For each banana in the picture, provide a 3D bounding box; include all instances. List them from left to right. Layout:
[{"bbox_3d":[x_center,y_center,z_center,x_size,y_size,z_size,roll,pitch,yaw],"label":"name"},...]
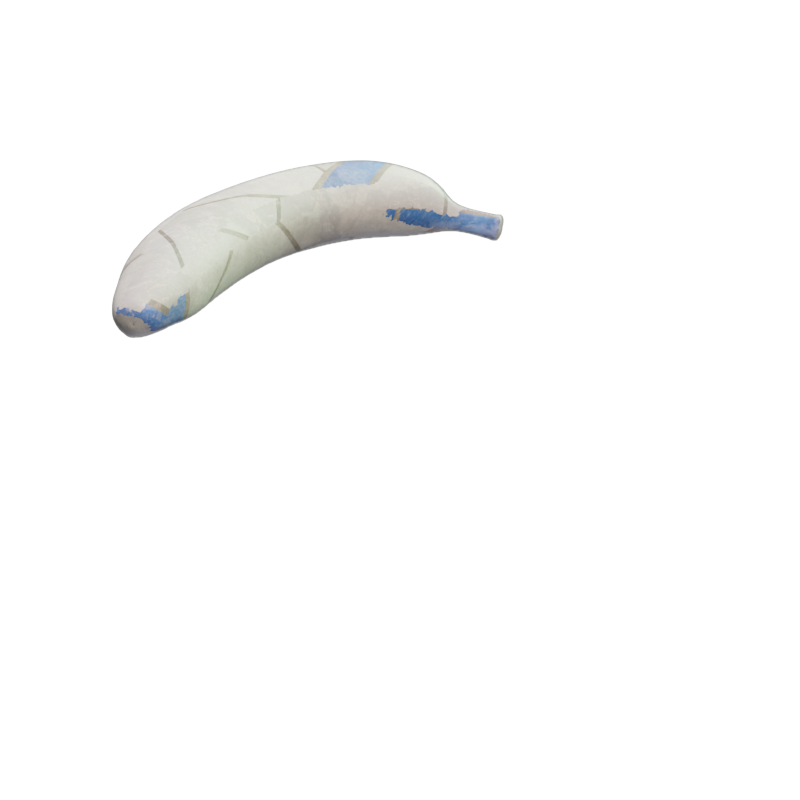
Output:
[{"bbox_3d":[-0.045,-0.072,0.461,0.195,0.035,0.074,-22,33,-37],"label":"banana"}]
